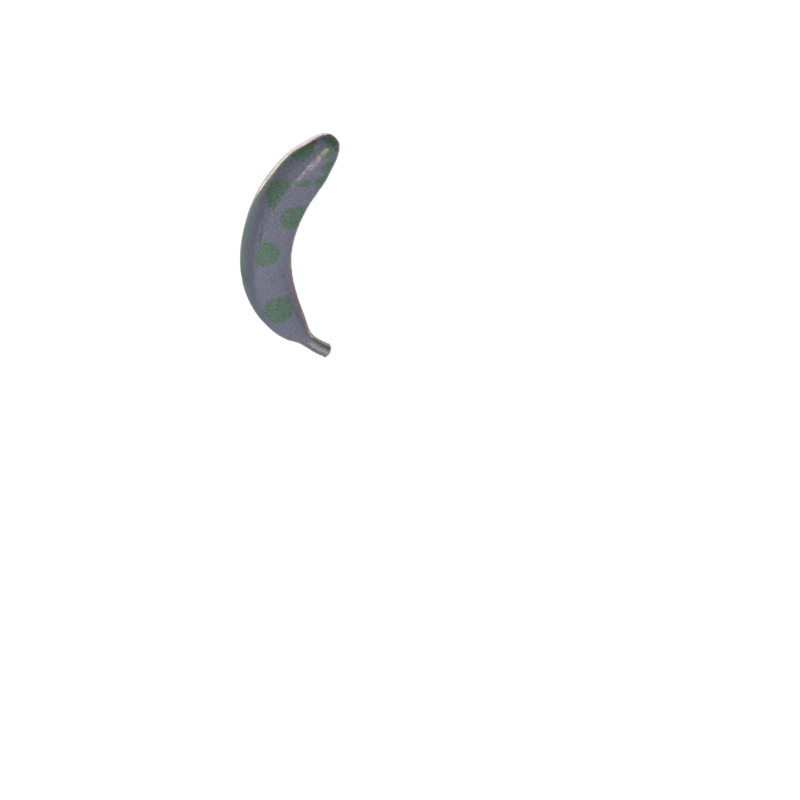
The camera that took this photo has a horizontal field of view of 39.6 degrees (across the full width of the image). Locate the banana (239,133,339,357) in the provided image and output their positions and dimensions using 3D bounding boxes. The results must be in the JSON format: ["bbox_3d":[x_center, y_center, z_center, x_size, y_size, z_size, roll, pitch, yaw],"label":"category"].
[{"bbox_3d":[-0.081,-0.111,0.799,0.069,0.185,0.039,2,43,-3],"label":"banana"}]
